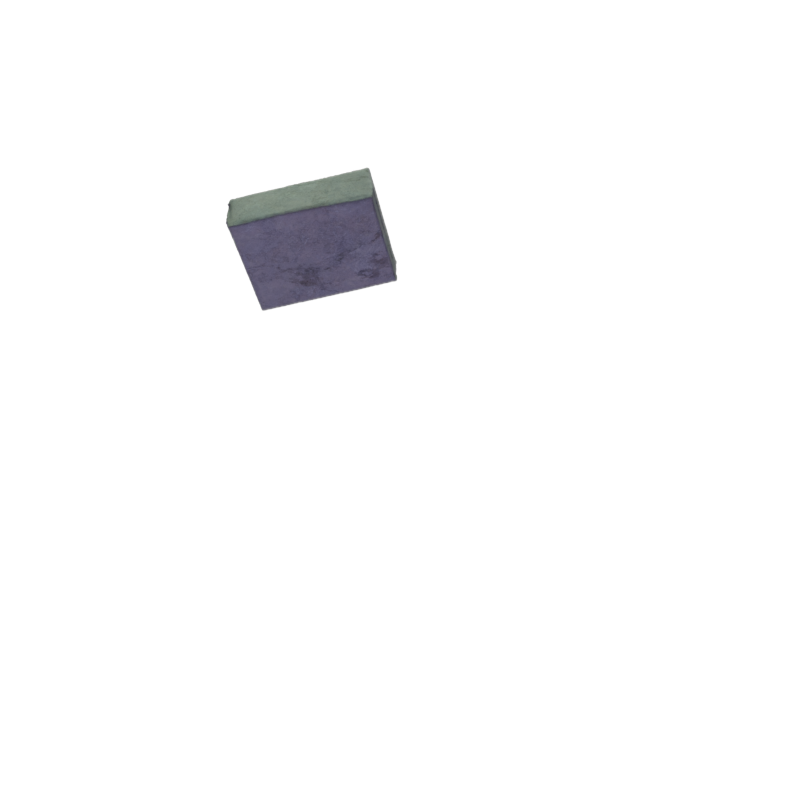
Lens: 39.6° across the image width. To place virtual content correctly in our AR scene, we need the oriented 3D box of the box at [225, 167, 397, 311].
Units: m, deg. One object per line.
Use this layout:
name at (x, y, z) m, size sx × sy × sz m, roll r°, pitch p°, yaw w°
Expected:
box at (-0.066, -0.121, 0.848) m, size 0.114 × 0.083 × 0.042 m, roll -10°, pitch 43°, yaw 9°
